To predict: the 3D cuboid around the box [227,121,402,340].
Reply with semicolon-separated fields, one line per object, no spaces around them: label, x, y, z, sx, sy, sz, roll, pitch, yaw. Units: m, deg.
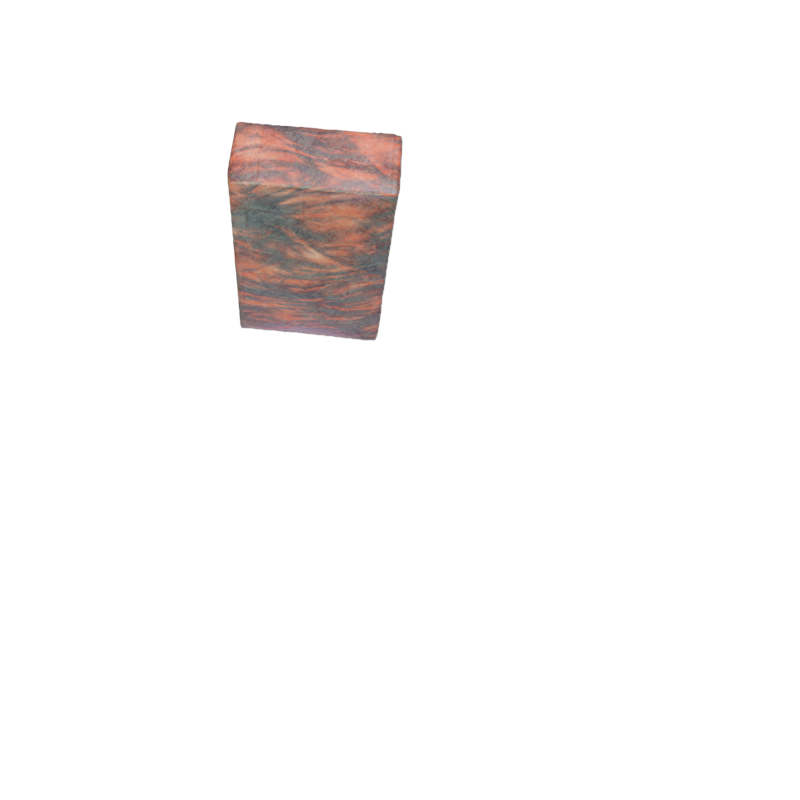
box;-0.052;-0.094;0.659;0.093;0.051;0.167;6;-22;-1
